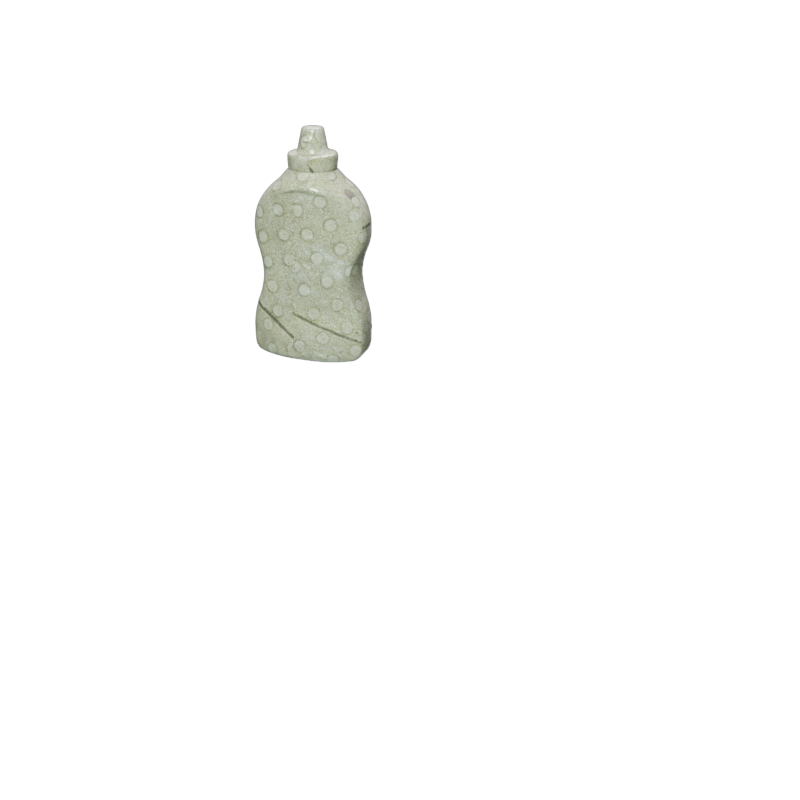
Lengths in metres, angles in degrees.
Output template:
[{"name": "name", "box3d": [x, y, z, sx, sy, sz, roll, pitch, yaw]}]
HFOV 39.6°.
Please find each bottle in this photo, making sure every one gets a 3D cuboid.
[{"name": "bottle", "box3d": [-0.071, -0.130, 0.911, 0.099, 0.184, 0.059, 8, 18, 19]}]
